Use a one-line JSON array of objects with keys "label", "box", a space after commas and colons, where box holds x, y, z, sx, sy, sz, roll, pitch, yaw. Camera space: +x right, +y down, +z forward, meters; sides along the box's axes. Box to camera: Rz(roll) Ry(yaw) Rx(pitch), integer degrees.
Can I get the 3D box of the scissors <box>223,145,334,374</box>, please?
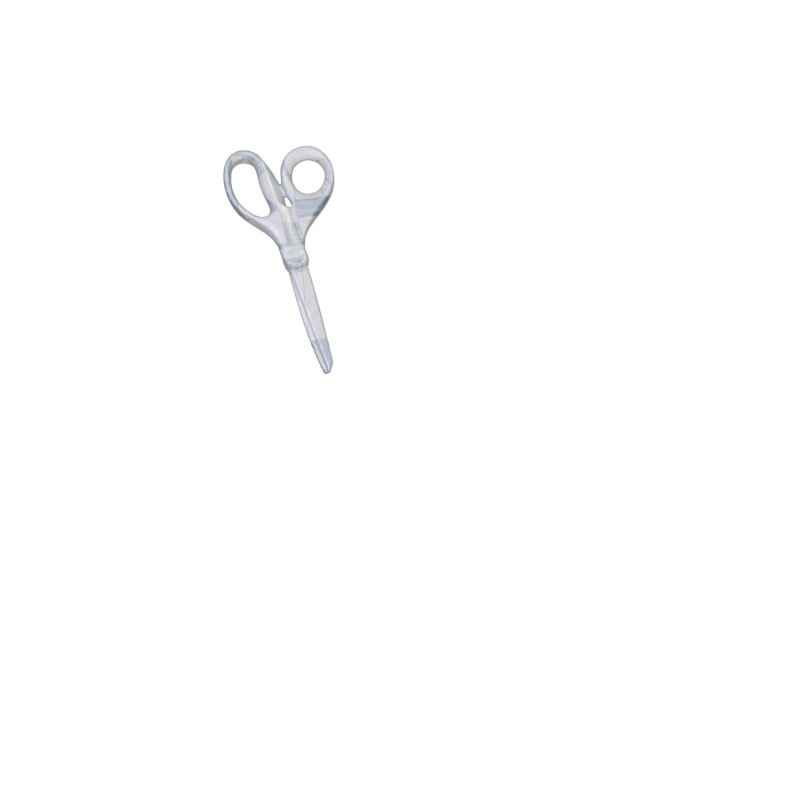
[{"label": "scissors", "box": [-0.067, -0.122, 0.852, 0.096, 0.215, 0.015, -27, -25, -14]}]
